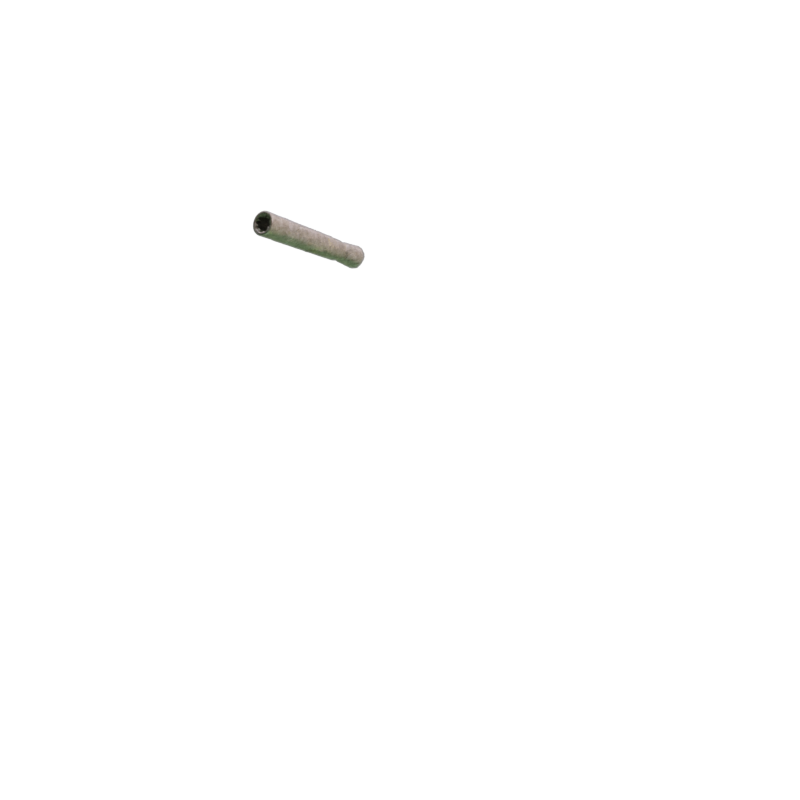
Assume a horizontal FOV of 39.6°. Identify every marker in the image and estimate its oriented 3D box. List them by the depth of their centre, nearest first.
[{"bbox_3d":[-0.066,-0.120,0.841,0.021,0.020,0.114,3,-5,36],"label":"marker"}]
